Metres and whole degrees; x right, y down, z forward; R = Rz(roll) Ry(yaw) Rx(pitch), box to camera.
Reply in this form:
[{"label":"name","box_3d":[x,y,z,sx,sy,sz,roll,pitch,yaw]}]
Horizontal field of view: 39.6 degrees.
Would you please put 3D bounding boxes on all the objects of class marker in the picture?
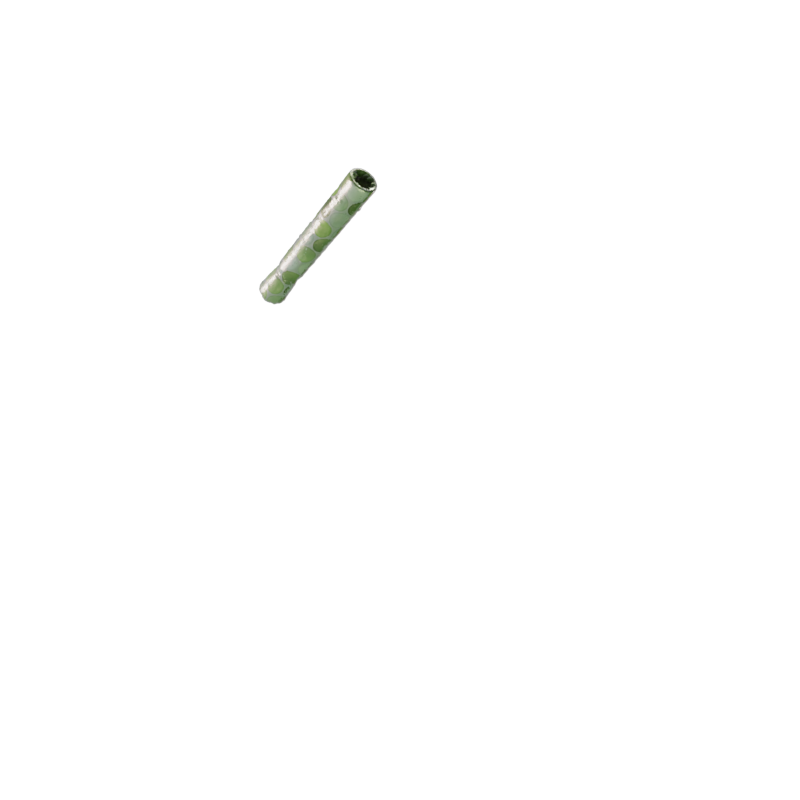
[{"label":"marker","box_3d":[-0.053,-0.097,0.678,0.019,0.021,0.118,-2,-30,-40]}]
